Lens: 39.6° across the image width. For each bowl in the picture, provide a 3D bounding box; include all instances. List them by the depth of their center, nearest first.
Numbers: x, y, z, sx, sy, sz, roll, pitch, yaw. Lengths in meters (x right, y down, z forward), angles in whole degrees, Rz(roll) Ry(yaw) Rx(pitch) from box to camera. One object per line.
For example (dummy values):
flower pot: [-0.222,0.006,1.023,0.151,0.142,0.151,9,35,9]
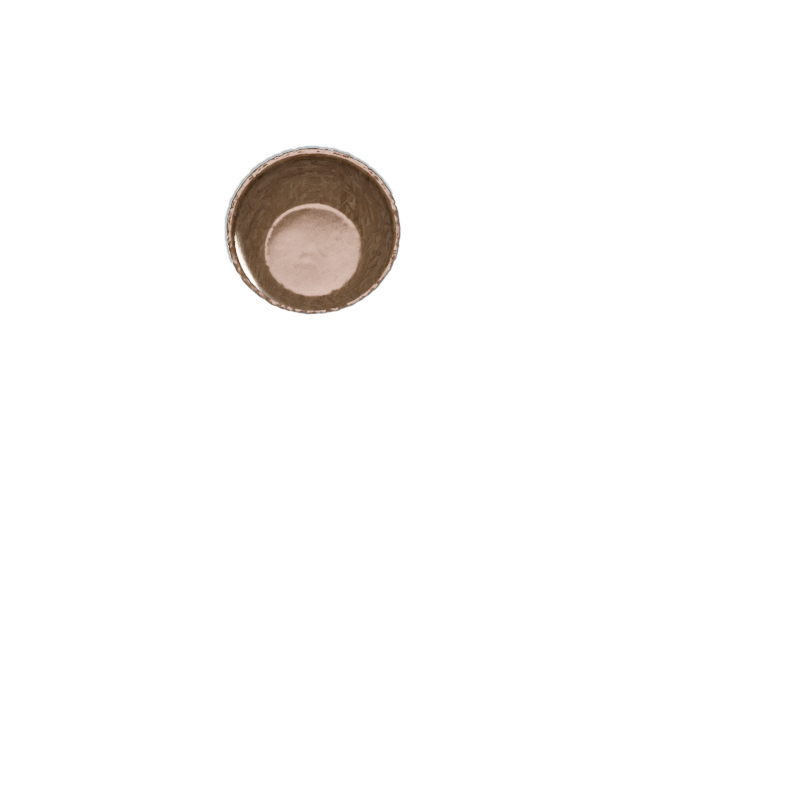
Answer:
bowl: [-0.078,-0.142,0.998,0.162,0.155,0.058,1,21,-1]
